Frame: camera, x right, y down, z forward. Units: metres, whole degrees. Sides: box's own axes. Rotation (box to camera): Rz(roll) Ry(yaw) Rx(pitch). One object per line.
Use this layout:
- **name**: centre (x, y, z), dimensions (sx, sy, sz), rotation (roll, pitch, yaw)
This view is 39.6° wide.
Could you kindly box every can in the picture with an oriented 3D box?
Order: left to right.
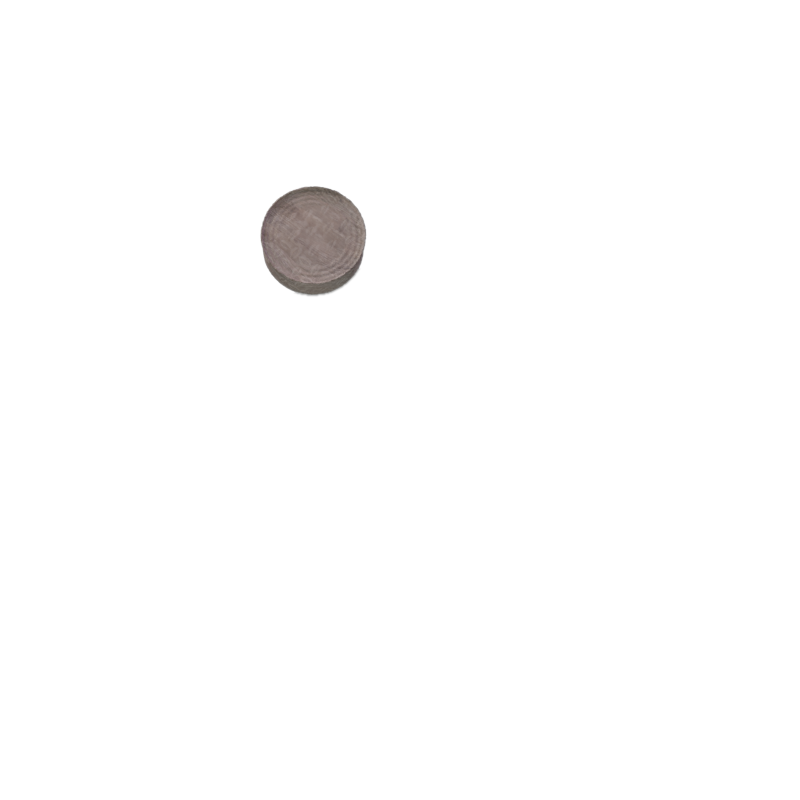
- **can**: centre (-0.071, -0.130, 0.912), dimensions (0.086, 0.090, 0.032), rotation (-1, -20, -1)
